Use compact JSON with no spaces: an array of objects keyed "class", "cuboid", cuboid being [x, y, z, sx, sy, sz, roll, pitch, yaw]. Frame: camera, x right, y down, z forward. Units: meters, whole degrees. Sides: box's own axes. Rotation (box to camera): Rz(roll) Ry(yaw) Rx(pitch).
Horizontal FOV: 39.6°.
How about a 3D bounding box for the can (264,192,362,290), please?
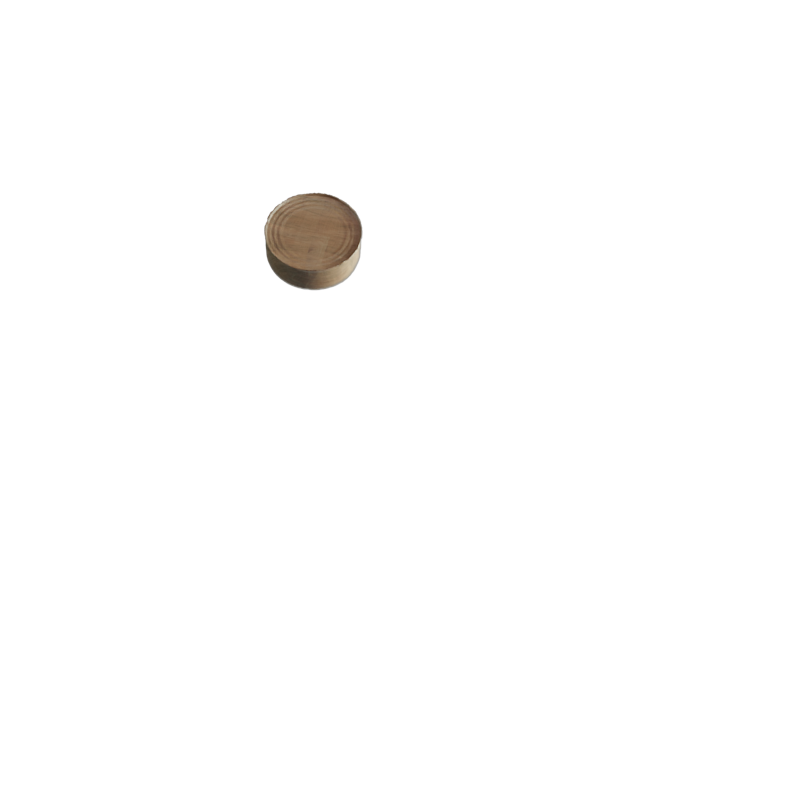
[{"class":"can","cuboid":[-0.077,-0.140,0.978,0.086,0.092,0.031,-1,-34,-1]}]
